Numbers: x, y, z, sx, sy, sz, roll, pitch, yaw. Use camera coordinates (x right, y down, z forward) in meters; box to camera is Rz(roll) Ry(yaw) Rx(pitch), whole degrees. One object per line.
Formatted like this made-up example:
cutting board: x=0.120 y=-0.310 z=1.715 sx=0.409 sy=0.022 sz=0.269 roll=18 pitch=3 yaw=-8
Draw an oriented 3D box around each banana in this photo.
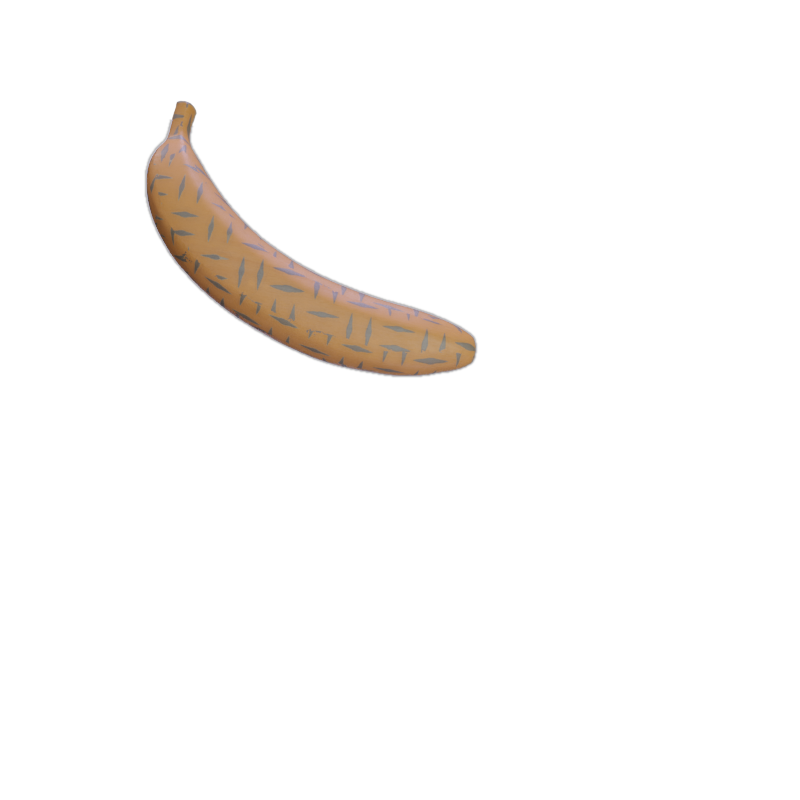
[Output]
banana: x=-0.057 y=-0.065 z=0.534 sx=0.203 sy=0.070 sz=0.035 roll=41 pitch=-10 yaw=9
